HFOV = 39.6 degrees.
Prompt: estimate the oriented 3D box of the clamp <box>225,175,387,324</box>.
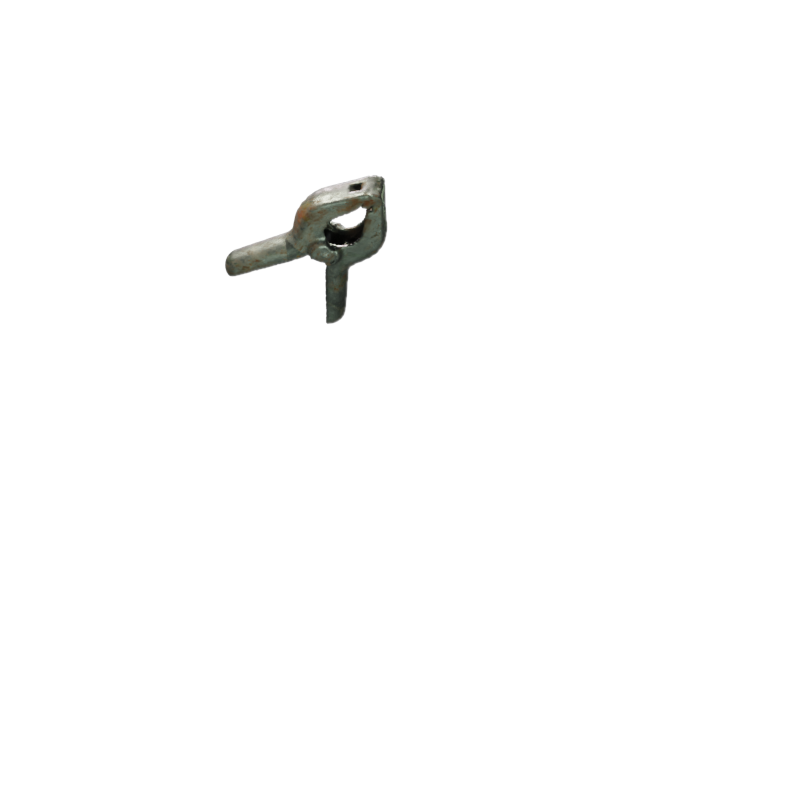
[{"bbox_3d":[-0.075,-0.137,0.959,0.116,0.042,0.165,17,-44,-19],"label":"clamp"}]
